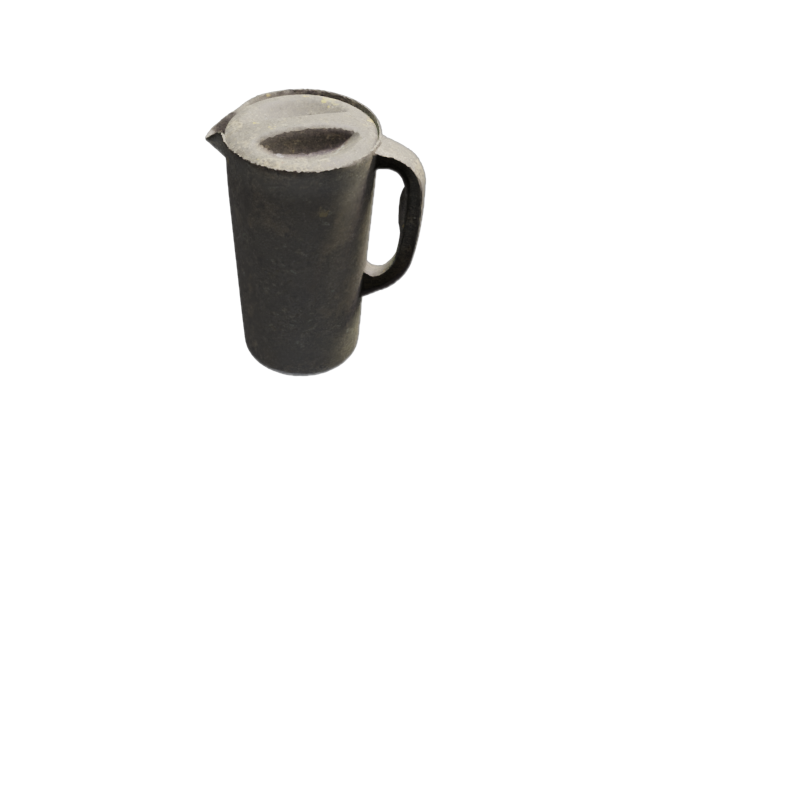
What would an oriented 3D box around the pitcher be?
[{"bbox_3d":[-0.076,-0.139,0.977,0.144,0.227,0.161,-22,46,-26],"label":"pitcher"}]
